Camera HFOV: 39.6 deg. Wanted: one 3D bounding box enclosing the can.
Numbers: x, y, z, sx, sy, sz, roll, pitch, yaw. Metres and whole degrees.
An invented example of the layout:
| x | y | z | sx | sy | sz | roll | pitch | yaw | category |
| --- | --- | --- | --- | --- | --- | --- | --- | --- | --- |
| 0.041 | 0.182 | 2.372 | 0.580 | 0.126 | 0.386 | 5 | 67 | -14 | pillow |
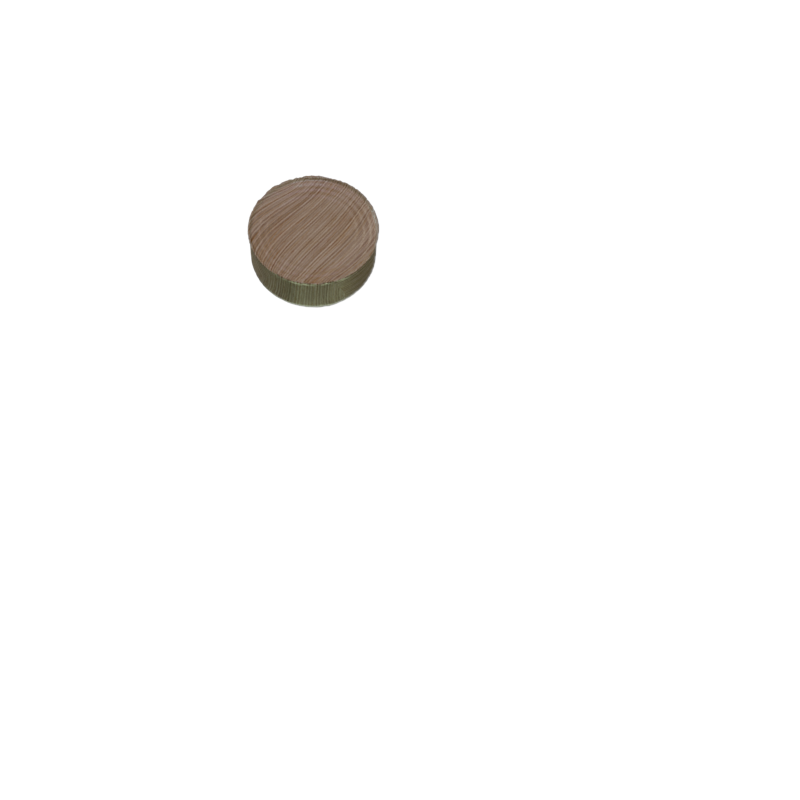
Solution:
| x | y | z | sx | sy | sz | roll | pitch | yaw | category |
| --- | --- | --- | --- | --- | --- | --- | --- | --- | --- |
| -0.058 | -0.105 | 0.735 | 0.086 | 0.092 | 0.031 | -1 | -31 | -1 | can |
